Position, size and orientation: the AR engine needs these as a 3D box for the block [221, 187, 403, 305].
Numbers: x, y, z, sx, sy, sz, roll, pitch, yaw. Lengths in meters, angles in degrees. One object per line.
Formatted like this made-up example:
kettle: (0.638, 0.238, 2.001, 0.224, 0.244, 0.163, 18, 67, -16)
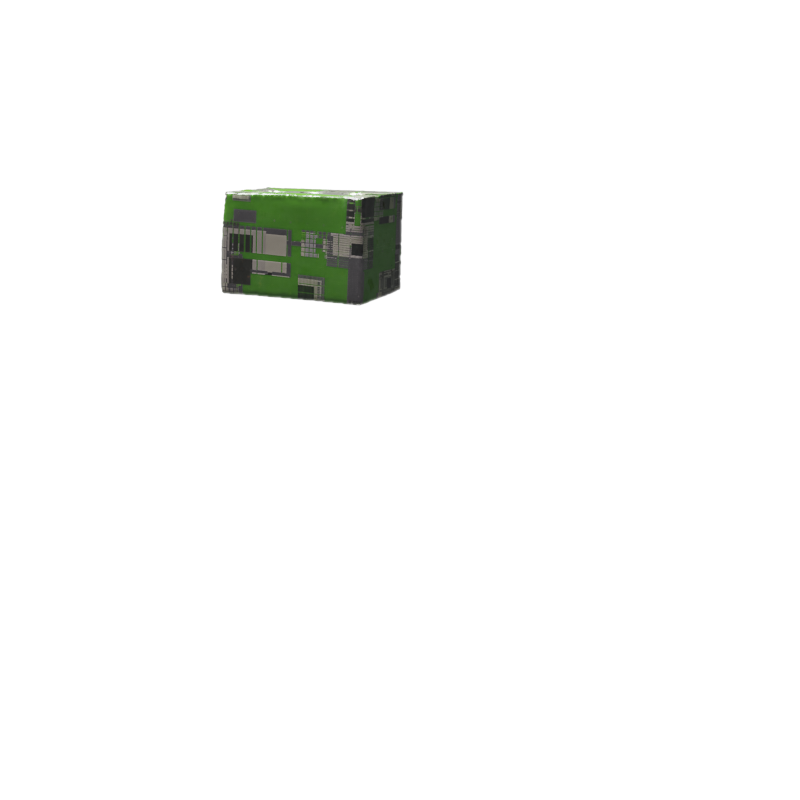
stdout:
block: (-0.043, -0.079, 0.554, 0.081, 0.050, 0.052, 6, 12, 24)
